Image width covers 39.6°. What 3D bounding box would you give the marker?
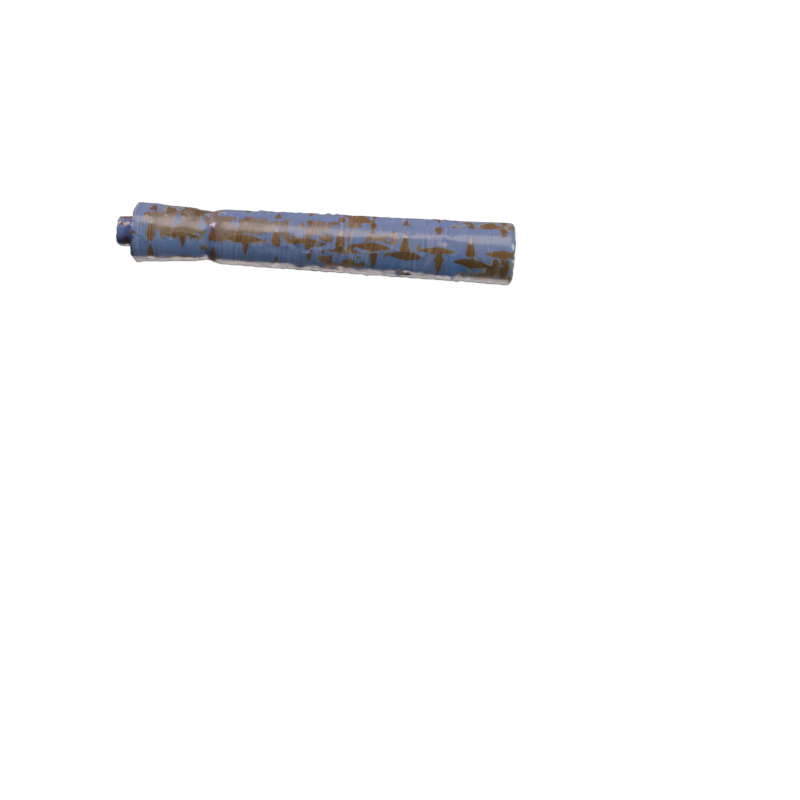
[{"bbox_3d":[-0.027,-0.048,0.339,0.122,0.020,0.020,4,4,4],"label":"marker"}]
